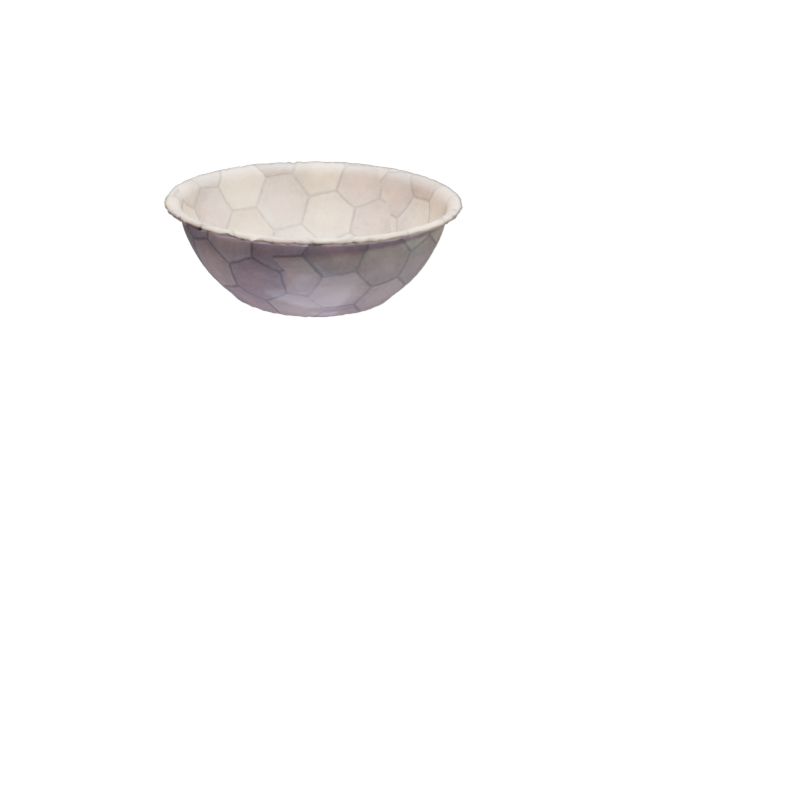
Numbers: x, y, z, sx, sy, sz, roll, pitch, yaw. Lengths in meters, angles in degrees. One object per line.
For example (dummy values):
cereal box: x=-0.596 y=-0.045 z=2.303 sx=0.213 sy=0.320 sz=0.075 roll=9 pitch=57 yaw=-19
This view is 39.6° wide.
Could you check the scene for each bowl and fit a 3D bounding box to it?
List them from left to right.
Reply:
bowl: x=-0.048 y=-0.088 z=0.614 sx=0.162 sy=0.052 sz=0.170 roll=-1 pitch=24 yaw=-2
